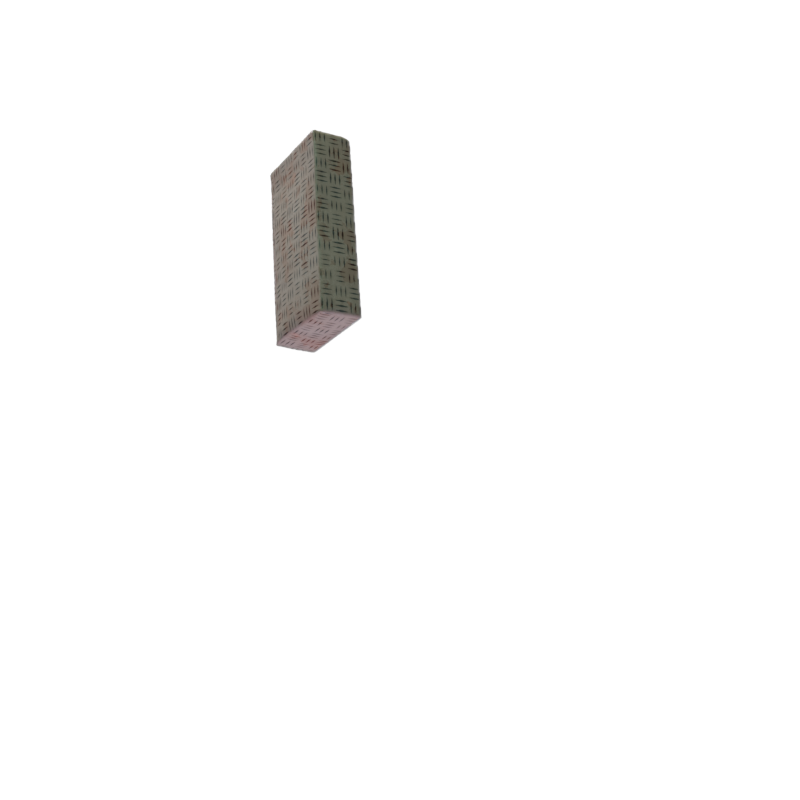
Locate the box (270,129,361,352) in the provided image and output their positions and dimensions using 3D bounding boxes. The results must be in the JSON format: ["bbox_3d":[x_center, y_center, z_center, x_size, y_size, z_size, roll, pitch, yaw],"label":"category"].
[{"bbox_3d":[-0.077,-0.141,0.986,0.046,0.186,0.092,12,-27,-28],"label":"box"}]
